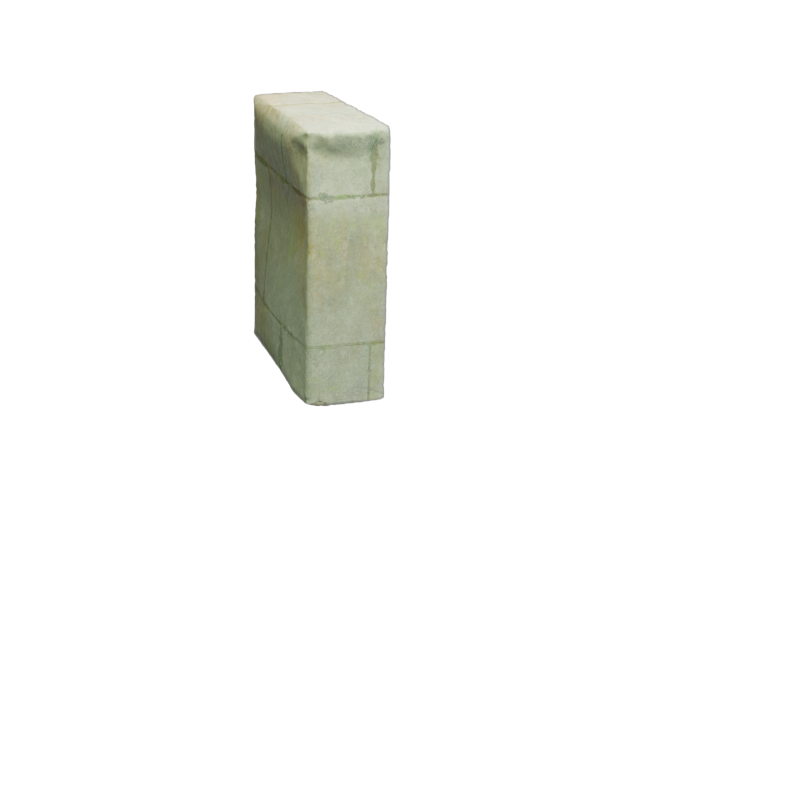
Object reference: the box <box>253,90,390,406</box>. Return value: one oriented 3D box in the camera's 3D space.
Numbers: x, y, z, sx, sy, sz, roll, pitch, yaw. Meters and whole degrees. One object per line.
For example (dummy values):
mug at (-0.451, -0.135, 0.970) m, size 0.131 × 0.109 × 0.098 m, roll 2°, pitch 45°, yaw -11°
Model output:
box at (-0.069, -0.125, 0.877) m, size 0.070 × 0.205 × 0.175 m, roll -5°, pitch 21°, yaw -19°
